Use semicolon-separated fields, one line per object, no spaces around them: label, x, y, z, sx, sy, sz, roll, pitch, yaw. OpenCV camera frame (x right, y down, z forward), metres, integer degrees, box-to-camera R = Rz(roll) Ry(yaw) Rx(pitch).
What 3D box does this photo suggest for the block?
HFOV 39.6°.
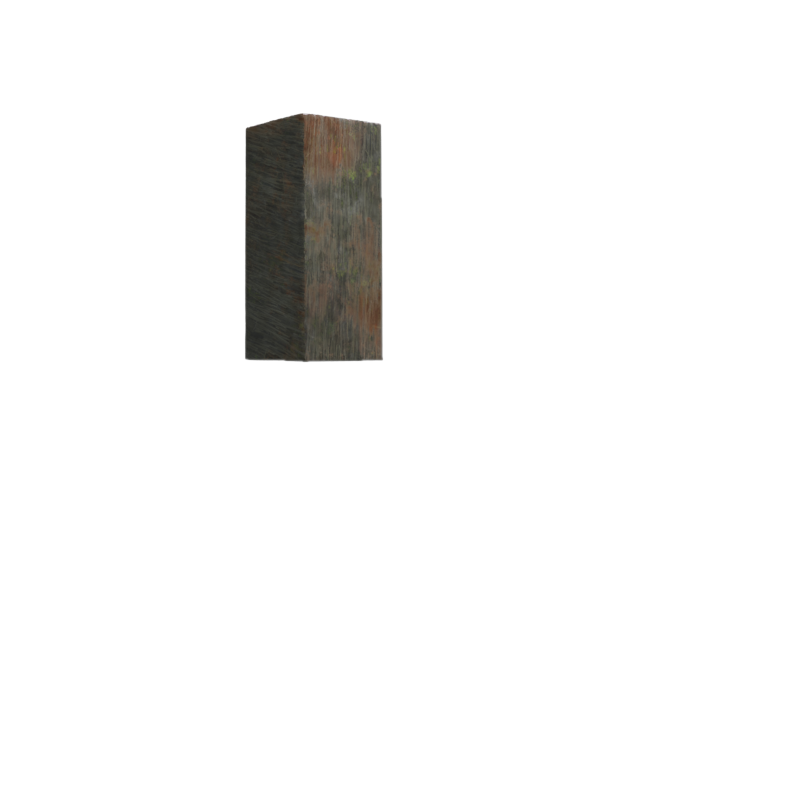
block;-0.076;-0.138;0.969;0.087;0.208;0.093;2;-4;-39
